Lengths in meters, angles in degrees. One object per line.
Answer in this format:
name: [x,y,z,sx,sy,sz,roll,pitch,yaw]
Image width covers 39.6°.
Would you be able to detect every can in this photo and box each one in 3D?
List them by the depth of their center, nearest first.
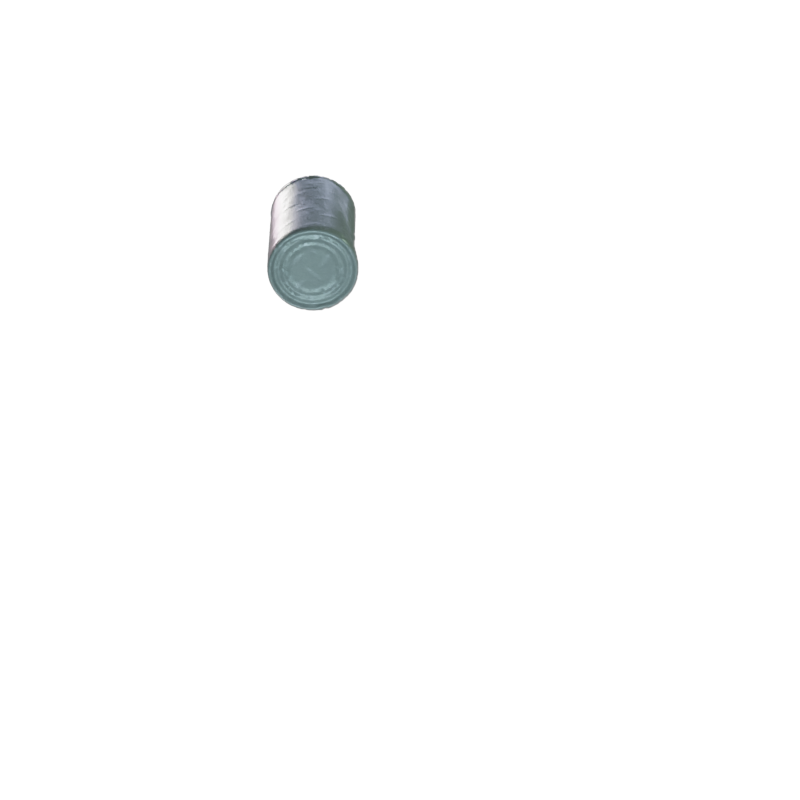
can: [-0.066,-0.120,0.839,0.068,0.065,0.108,0,30,-3]
